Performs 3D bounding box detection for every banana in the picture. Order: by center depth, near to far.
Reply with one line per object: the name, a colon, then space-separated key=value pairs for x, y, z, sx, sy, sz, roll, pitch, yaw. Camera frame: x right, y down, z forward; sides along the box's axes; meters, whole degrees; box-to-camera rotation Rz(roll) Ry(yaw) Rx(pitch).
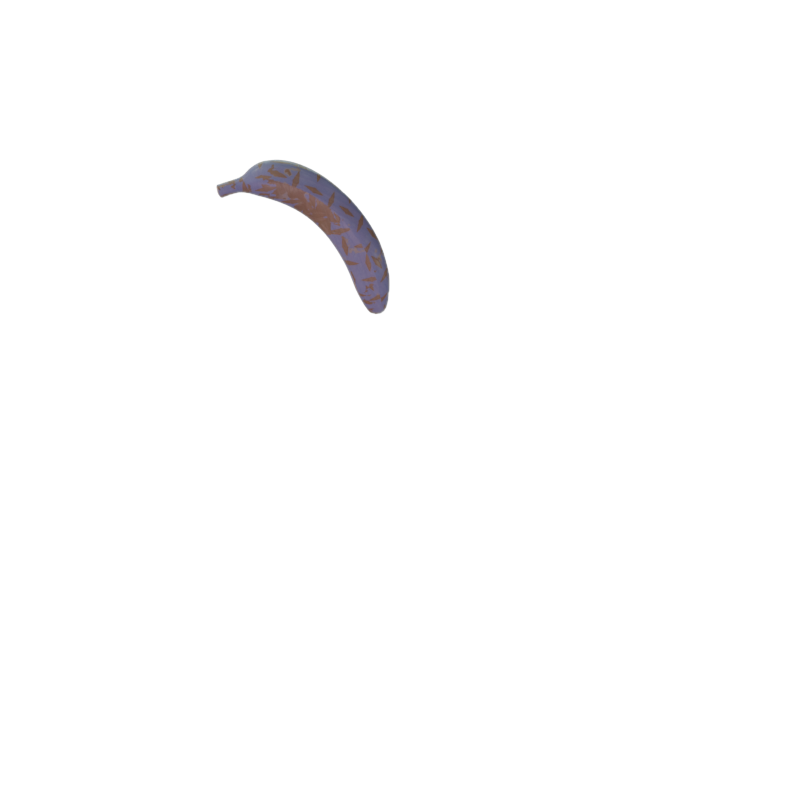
banana: x=-0.067 y=-0.153 z=0.977 sx=0.188 sy=0.069 sz=0.039 roll=38 pitch=26 yaw=-22
